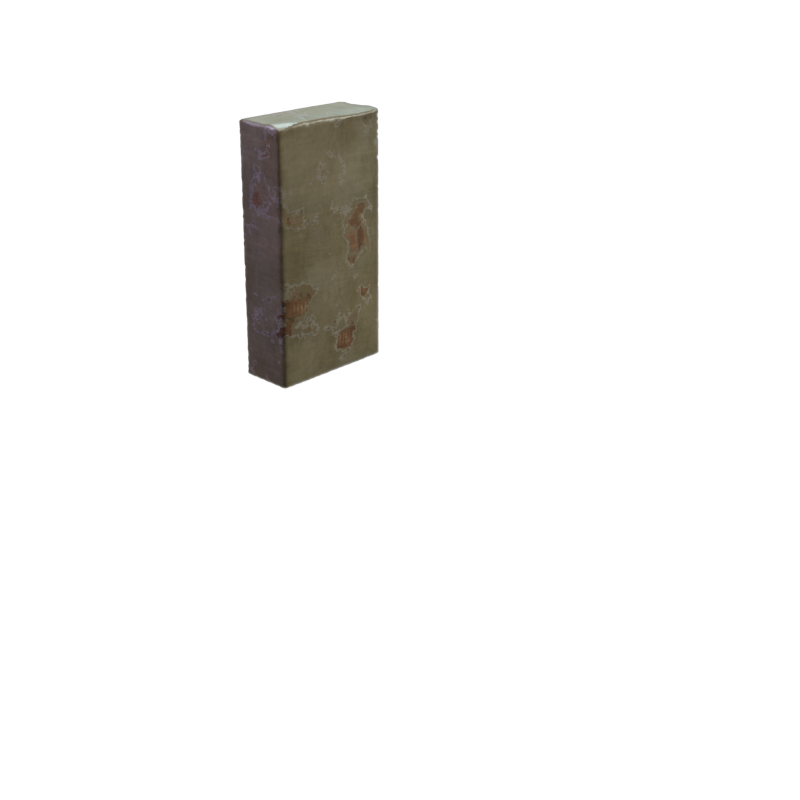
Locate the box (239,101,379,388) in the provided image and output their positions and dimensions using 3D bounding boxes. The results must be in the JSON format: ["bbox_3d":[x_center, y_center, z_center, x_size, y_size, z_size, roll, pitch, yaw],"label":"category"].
[{"bbox_3d":[-0.058,-0.106,0.744,0.051,0.168,0.092,19,27,40],"label":"box"}]
